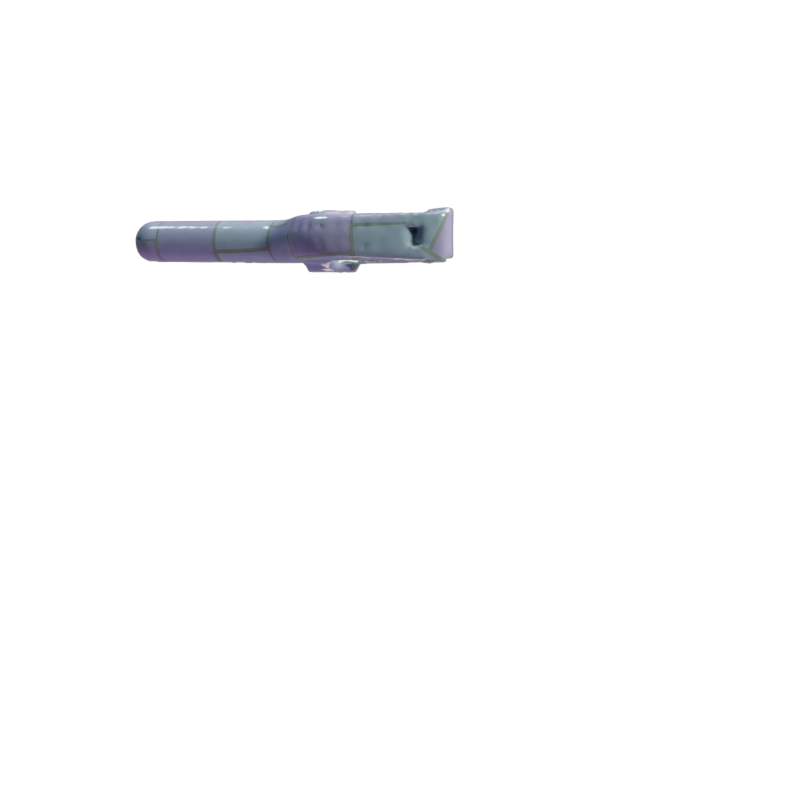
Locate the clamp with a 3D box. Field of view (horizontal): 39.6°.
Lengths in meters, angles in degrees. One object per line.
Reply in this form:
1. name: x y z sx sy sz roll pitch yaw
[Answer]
1. clamp: -0.051 -0.093 0.651 0.159 0.036 0.218 -3 6 -30
